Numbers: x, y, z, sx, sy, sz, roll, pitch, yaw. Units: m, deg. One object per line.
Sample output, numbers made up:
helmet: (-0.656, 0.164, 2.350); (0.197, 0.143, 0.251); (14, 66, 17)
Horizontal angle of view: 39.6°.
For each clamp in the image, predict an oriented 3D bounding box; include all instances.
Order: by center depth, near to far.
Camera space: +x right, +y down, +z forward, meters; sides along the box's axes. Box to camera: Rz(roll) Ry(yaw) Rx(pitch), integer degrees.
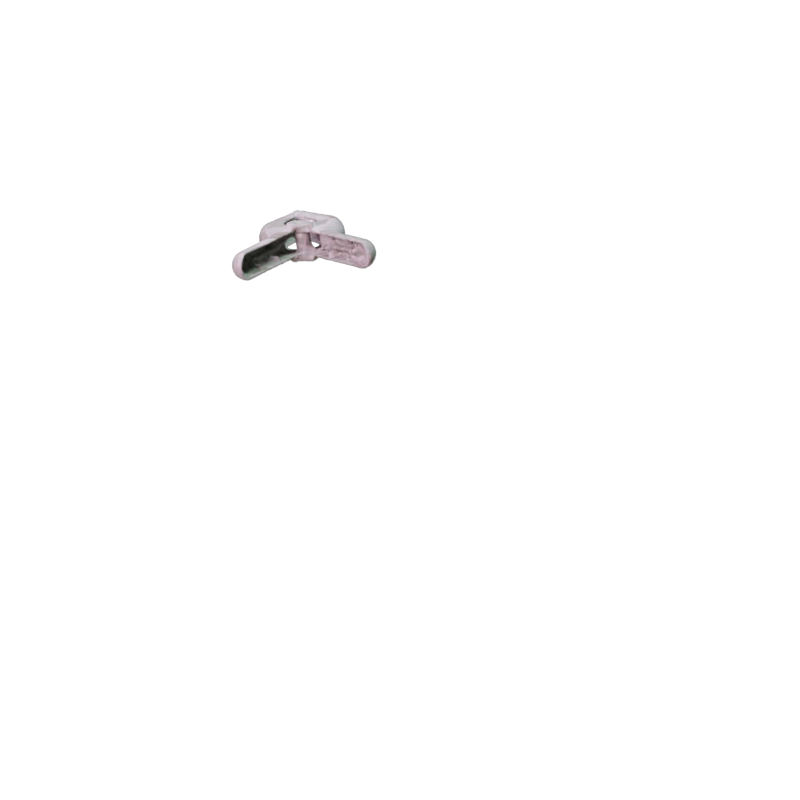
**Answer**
clamp: (-0.078, -0.142, 0.995); (0.121, 0.037, 0.178); (2, 23, 4)
